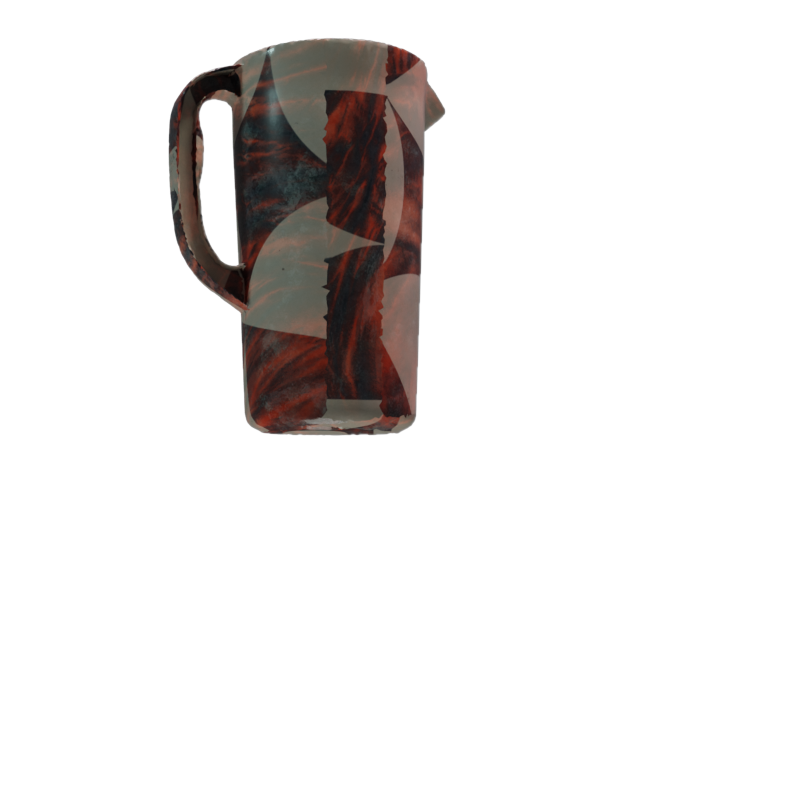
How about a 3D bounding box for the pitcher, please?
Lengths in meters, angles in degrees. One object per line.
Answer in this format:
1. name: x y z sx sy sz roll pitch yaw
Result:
1. pitcher: -0.056 -0.102 0.715 0.153 0.250 0.138 -4 -11 21
